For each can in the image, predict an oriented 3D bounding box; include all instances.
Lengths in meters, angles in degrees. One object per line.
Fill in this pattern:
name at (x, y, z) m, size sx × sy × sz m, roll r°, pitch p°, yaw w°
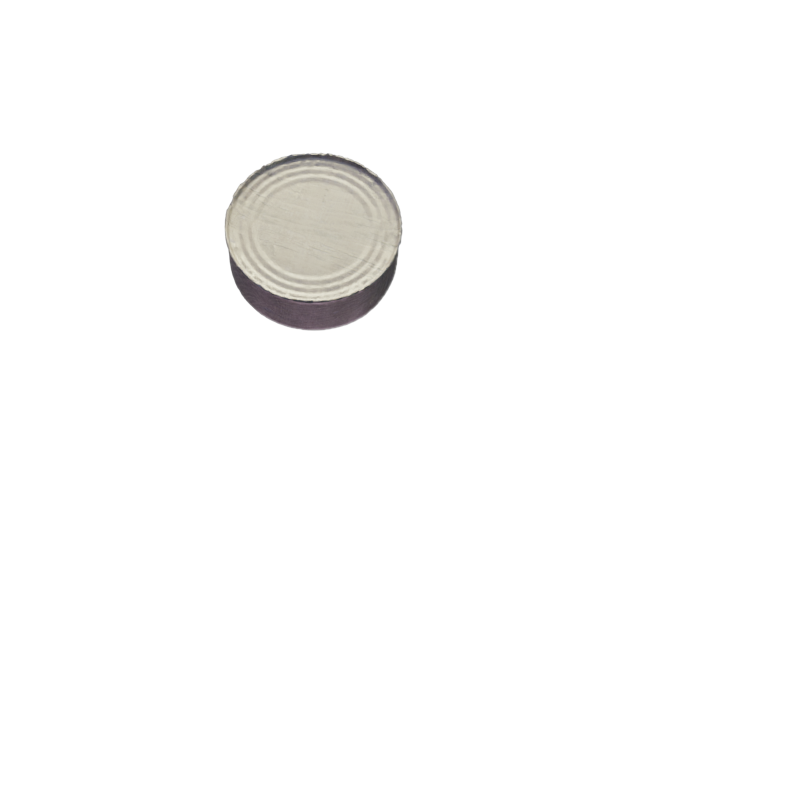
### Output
can at (-0.043, -0.078, 0.547) m, size 0.086 × 0.091 × 0.032 m, roll -1°, pitch -29°, yaw -1°
